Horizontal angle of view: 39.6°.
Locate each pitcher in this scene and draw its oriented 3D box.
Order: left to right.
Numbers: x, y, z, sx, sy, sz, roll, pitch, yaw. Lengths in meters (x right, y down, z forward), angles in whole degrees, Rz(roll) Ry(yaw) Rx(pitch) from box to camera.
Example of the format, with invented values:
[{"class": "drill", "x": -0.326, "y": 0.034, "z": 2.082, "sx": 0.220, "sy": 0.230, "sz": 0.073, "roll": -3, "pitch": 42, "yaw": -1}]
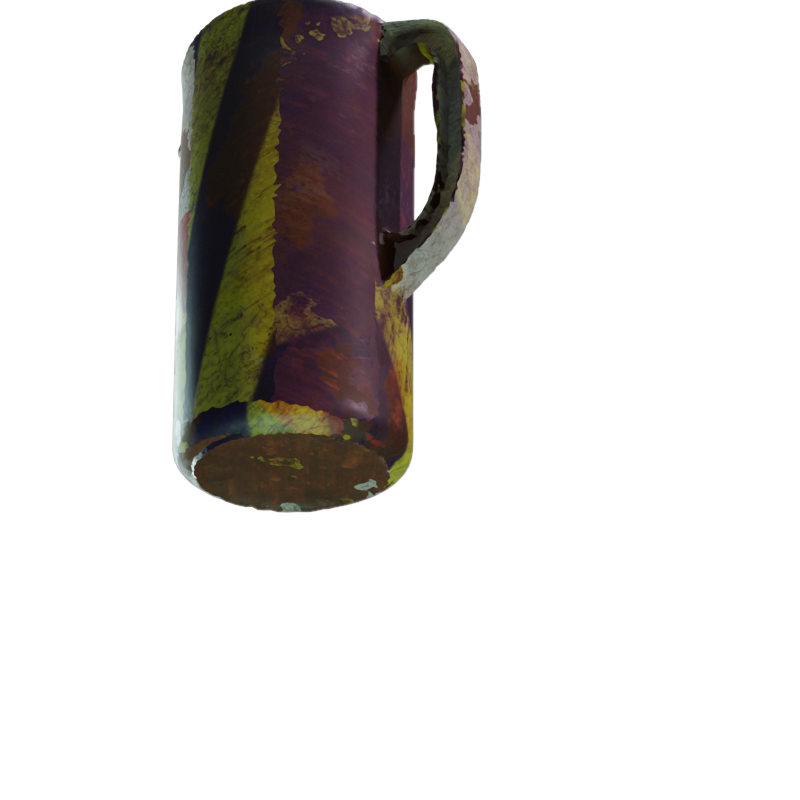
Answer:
[{"class": "pitcher", "x": -0.043, "y": -0.079, "z": 0.553, "sx": 0.143, "sy": 0.259, "sz": 0.142, "roll": 5, "pitch": -33, "yaw": -12}]
